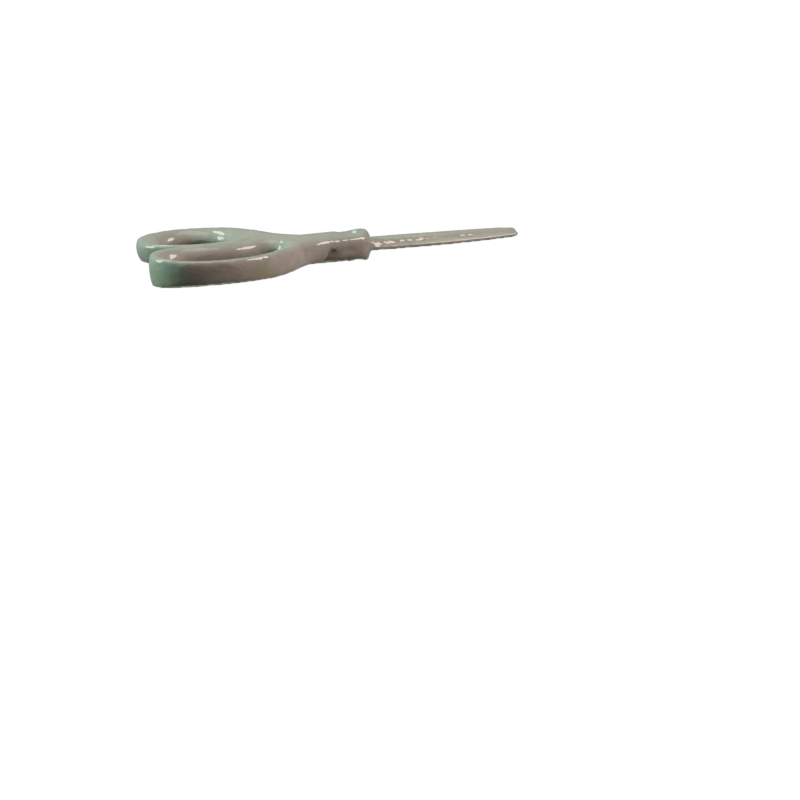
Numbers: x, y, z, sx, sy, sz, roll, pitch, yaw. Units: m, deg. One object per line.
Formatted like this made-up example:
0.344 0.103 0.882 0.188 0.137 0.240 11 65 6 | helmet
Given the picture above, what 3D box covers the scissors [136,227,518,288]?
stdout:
-0.044 -0.080 0.558 0.197 0.015 0.102 -15 23 -39 | scissors
